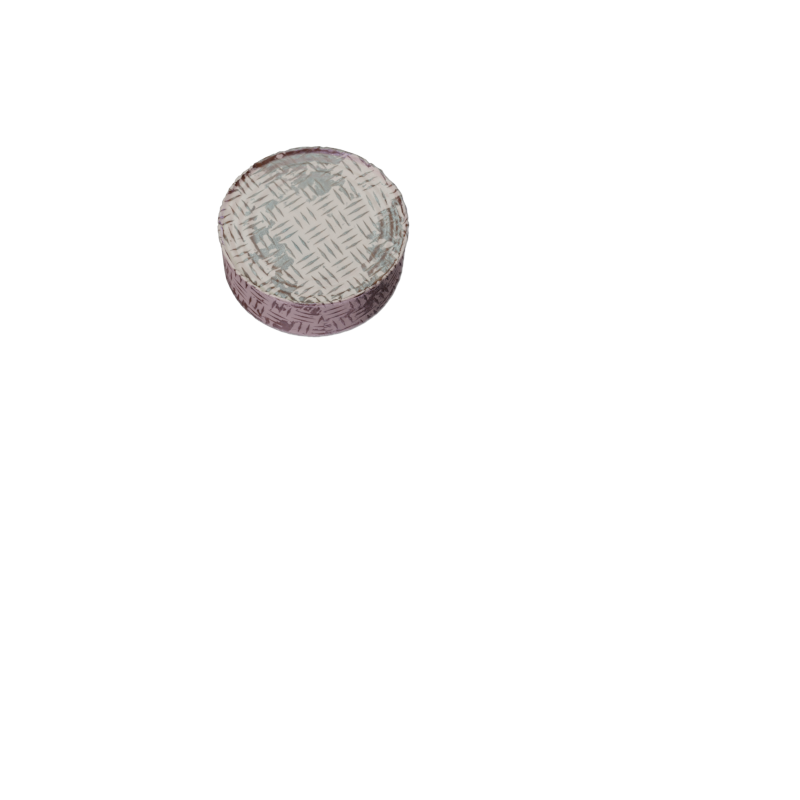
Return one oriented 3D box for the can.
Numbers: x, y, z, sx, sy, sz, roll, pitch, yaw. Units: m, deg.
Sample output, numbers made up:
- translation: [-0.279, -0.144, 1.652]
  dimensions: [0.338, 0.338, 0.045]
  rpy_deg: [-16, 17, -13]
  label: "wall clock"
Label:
- translation: [-0.040, -0.073, 0.508]
  dimensions: [0.086, 0.092, 0.031]
  rpy_deg: [-1, -31, -1]
  label: "can"
